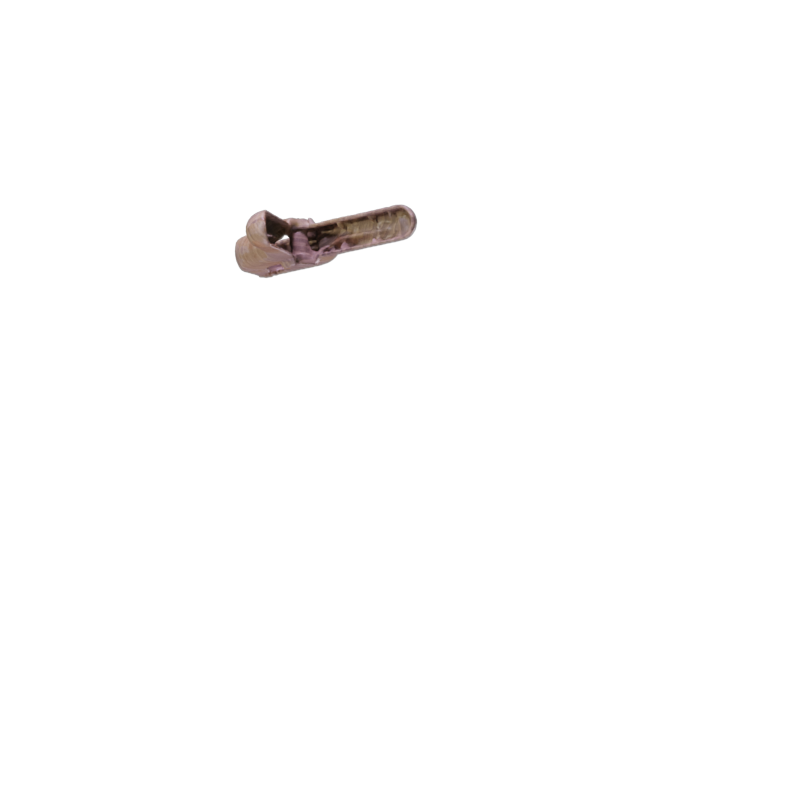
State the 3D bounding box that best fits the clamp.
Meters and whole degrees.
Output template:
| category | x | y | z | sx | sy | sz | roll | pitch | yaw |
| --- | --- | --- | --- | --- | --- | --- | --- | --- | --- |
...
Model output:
| category | x | y | z | sx | sy | sz | roll | pitch | yaw |
| --- | --- | --- | --- | --- | --- | --- | --- | --- | --- |
| clamp | -0.063 | -0.115 | 0.807 | 0.118 | 0.040 | 0.173 | 0 | 1 | -15 |
